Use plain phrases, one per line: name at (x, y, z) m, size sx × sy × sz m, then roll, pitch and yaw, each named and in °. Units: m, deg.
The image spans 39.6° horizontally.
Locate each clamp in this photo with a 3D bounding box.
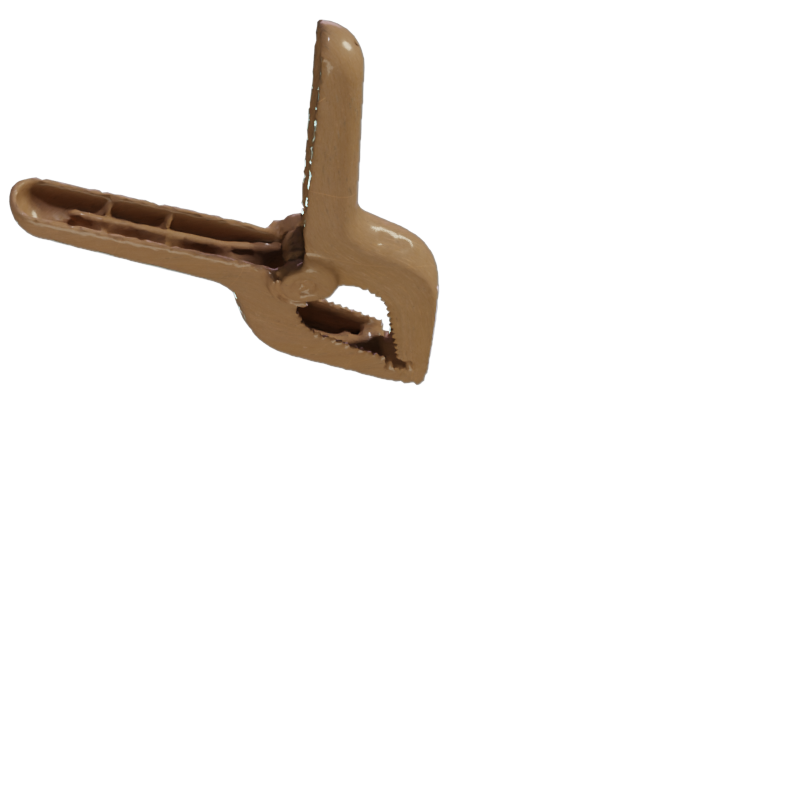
clamp at (-0.038, -0.069, 0.481) m, size 0.165 × 0.039 × 0.195 m, roll -25°, pitch -41°, yaw 31°
